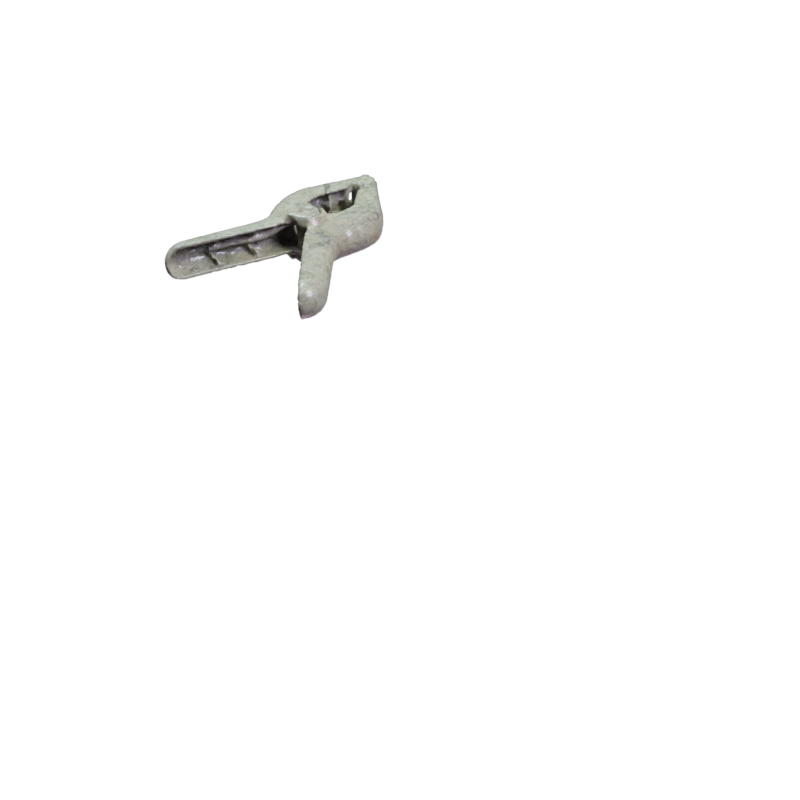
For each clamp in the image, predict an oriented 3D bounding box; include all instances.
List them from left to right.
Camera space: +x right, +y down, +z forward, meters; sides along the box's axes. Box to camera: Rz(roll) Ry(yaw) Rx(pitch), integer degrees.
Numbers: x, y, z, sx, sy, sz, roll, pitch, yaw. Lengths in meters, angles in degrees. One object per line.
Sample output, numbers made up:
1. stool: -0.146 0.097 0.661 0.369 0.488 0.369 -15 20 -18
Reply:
1. clamp: -0.058 -0.106 0.742 0.128 0.037 0.172 28 46 31
